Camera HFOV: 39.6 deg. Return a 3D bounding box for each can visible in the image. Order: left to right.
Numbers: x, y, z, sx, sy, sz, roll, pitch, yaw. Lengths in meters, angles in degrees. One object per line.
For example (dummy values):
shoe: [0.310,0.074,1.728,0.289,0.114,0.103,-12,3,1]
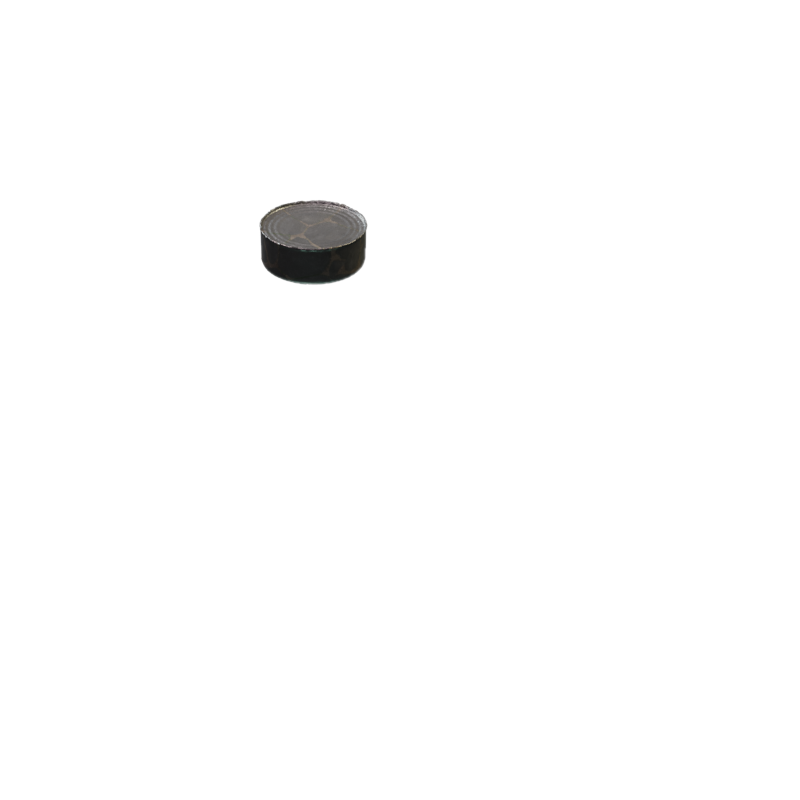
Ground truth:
can: [-0.070,-0.127,0.889,0.086,0.031,0.091,-1,34,-2]
